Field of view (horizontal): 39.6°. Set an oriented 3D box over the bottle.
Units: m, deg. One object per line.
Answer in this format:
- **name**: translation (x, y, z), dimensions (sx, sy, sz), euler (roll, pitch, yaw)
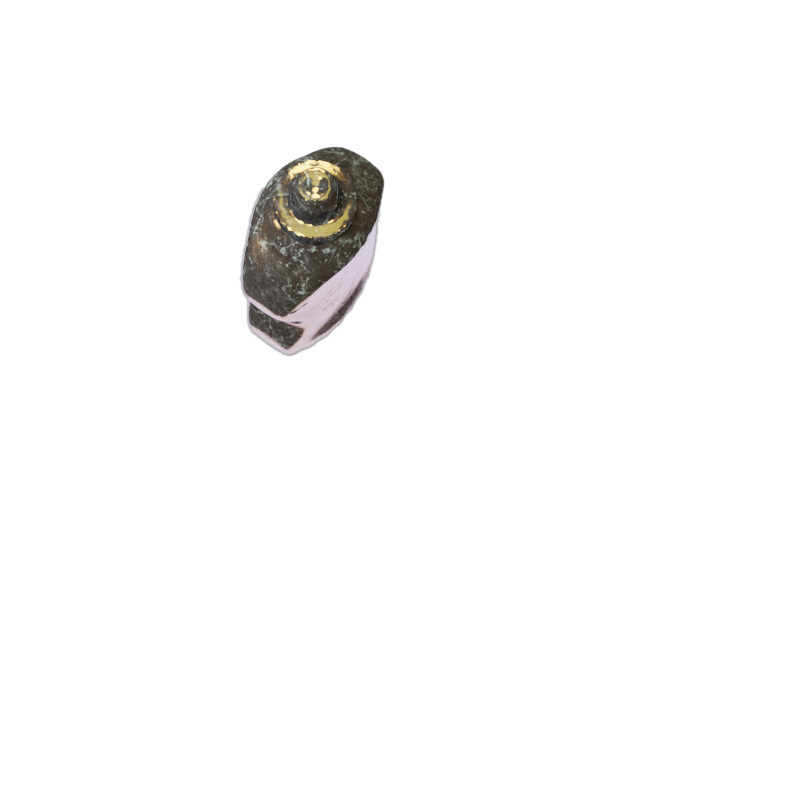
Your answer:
- **bottle**: translation (-0.046, -0.085, 0.597), dimensions (0.059, 0.097, 0.186), euler (36, -10, 2)
